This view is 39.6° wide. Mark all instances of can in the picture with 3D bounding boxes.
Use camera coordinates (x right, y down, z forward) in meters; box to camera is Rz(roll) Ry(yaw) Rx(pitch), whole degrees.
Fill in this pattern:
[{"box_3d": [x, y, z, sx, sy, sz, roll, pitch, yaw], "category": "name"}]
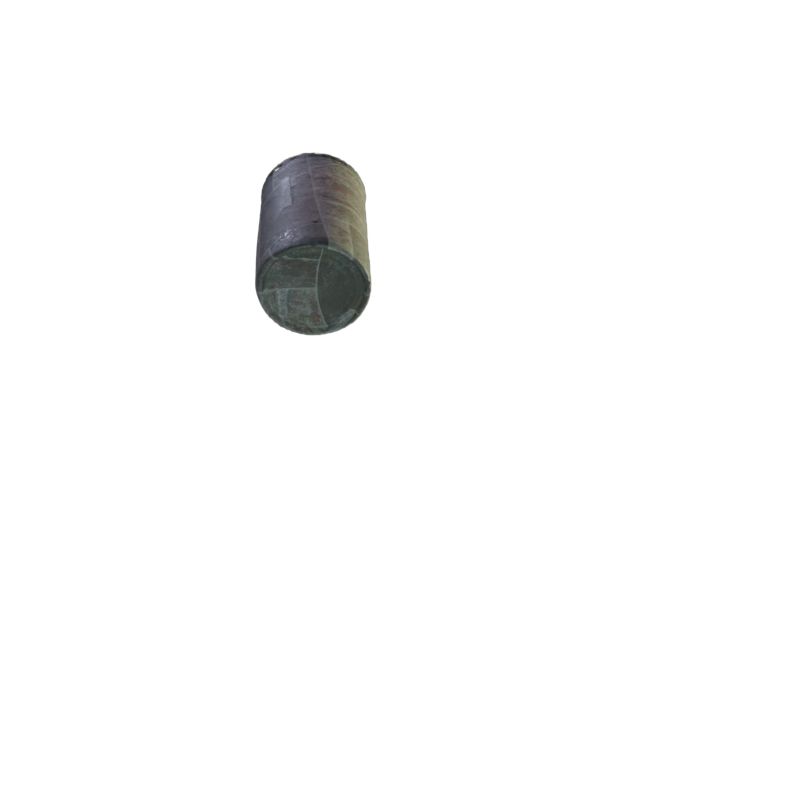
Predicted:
[{"box_3d": [-0.053, -0.096, 0.673, 0.068, 0.064, 0.109, -1, 38, -3], "category": "can"}]
